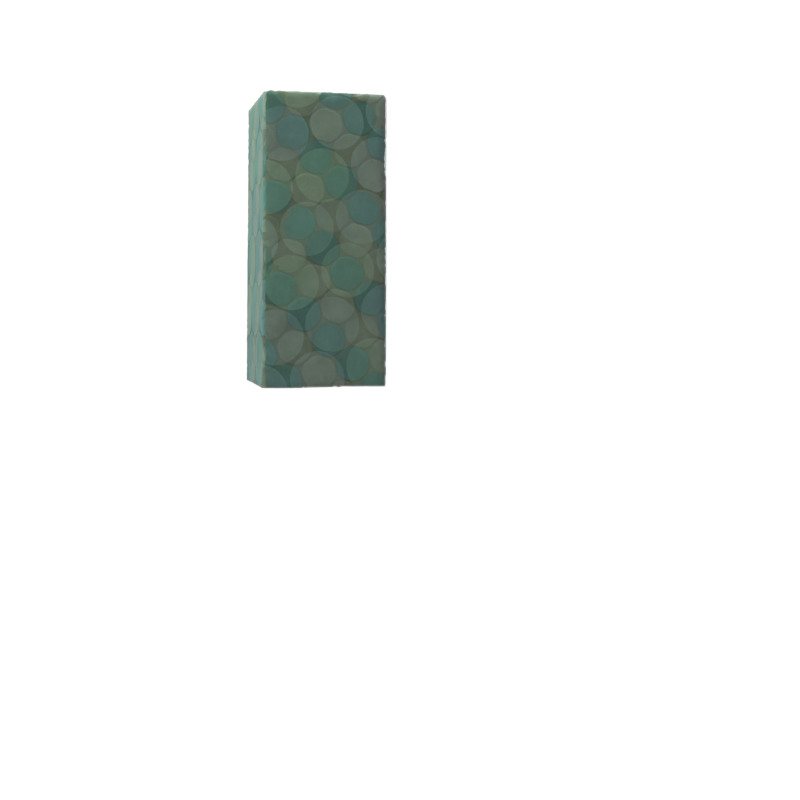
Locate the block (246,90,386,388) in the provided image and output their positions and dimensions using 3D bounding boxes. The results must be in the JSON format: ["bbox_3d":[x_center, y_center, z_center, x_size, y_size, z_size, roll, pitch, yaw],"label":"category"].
[{"bbox_3d":[-0.063,-0.116,0.812,0.089,0.208,0.092,0,-2,-14],"label":"block"}]
